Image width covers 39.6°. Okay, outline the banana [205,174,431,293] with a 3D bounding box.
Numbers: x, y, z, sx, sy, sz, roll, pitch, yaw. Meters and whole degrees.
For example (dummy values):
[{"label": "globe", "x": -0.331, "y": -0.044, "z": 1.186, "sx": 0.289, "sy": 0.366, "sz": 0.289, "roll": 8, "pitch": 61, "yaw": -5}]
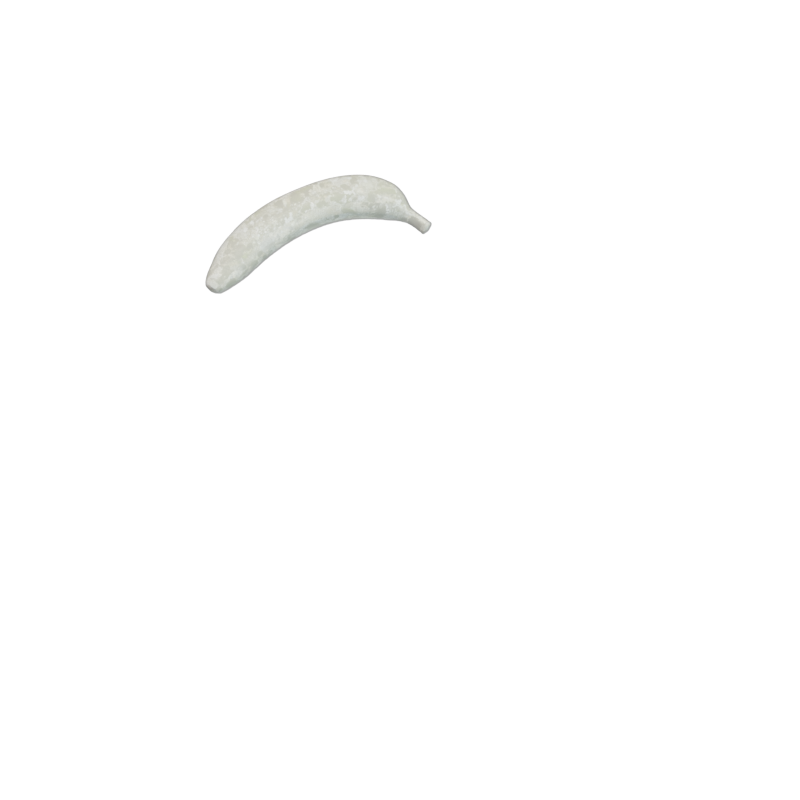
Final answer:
[{"label": "banana", "x": -0.075, "y": -0.147, "z": 0.922, "sx": 0.196, "sy": 0.075, "sz": 0.034, "roll": -19, "pitch": -30, "yaw": -12}]
